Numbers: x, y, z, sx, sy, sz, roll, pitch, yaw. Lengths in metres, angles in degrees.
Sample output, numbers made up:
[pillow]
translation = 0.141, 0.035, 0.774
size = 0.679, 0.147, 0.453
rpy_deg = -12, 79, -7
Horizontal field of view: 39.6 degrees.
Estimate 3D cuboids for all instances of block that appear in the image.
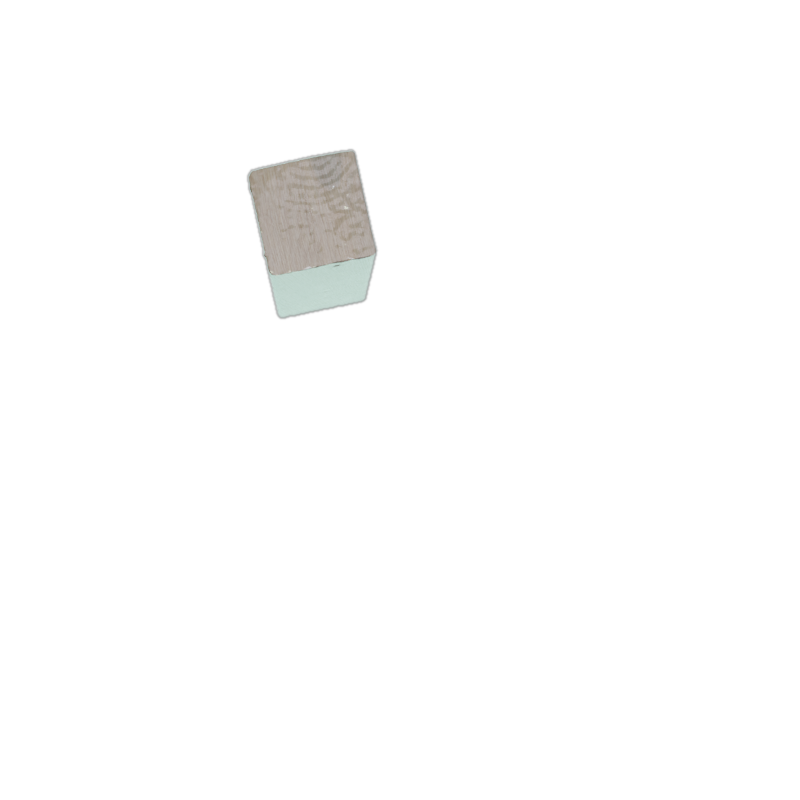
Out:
[block]
translation = -0.077, -0.140, 0.978
size = 0.090, 0.093, 0.202
rpy_deg = -12, -6, -5
